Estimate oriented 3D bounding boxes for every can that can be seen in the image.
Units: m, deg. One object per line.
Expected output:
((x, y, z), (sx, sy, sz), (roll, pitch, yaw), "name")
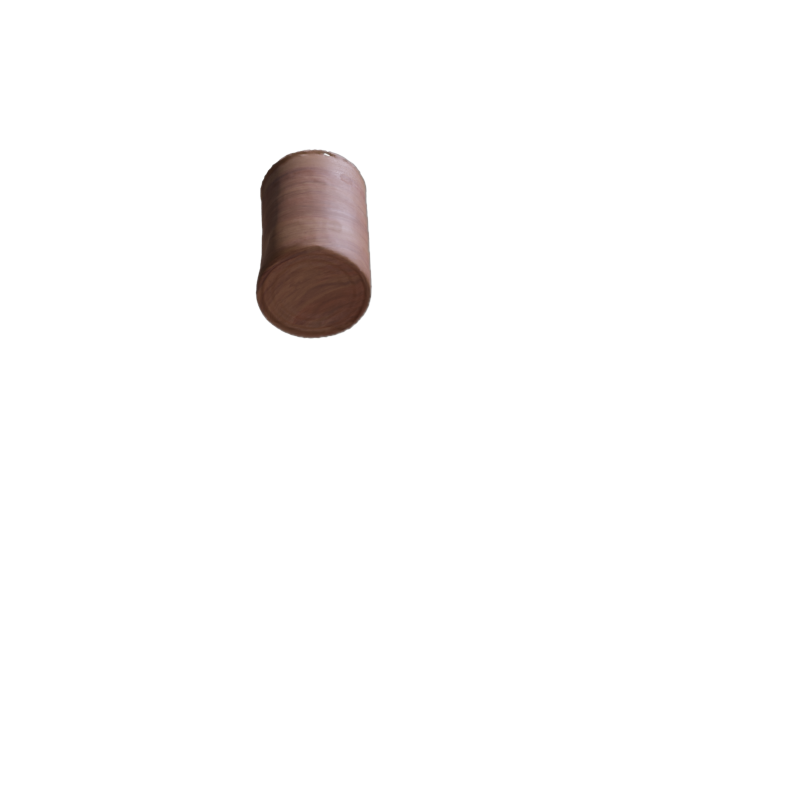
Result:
((-0.052, -0.095, 0.666), (0.068, 0.064, 0.110), (-1, 42, -3), "can")
